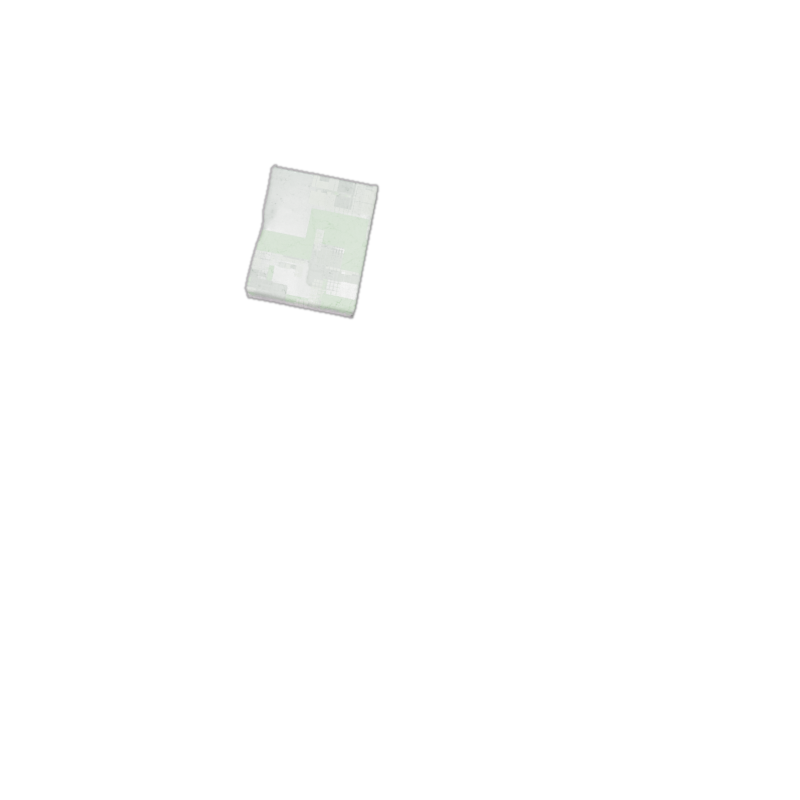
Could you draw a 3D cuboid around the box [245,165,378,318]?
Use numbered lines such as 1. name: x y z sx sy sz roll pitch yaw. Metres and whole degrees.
1. box: -0.058 -0.105 0.736 0.073 0.092 0.029 11 -13 2
